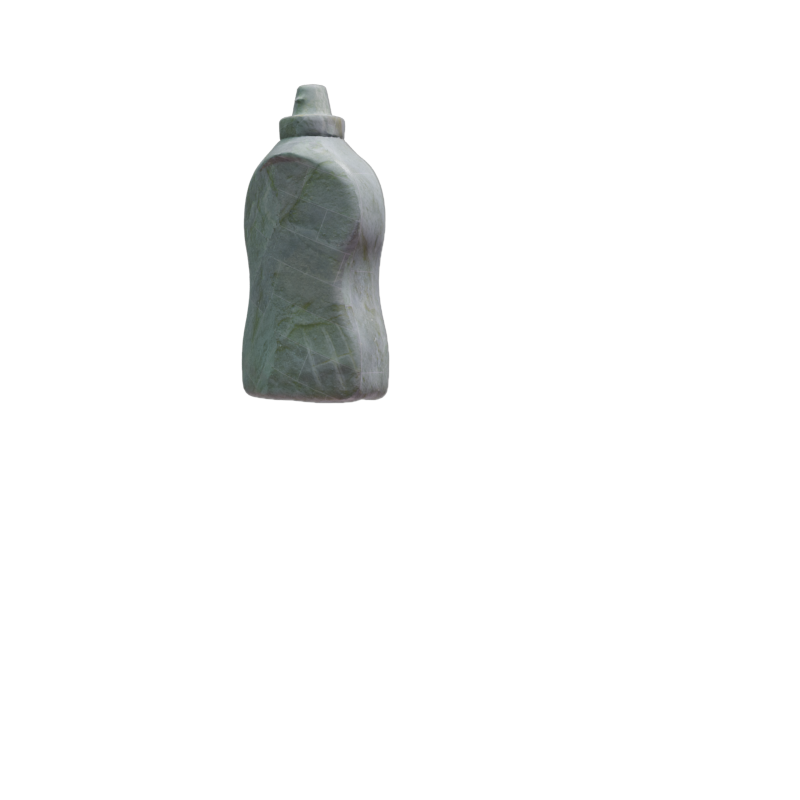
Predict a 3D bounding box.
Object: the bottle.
[{"bbox_3d":[-0.053,-0.097,0.679,0.099,0.193,0.056,-2,-3,40],"label":"bottle"}]
